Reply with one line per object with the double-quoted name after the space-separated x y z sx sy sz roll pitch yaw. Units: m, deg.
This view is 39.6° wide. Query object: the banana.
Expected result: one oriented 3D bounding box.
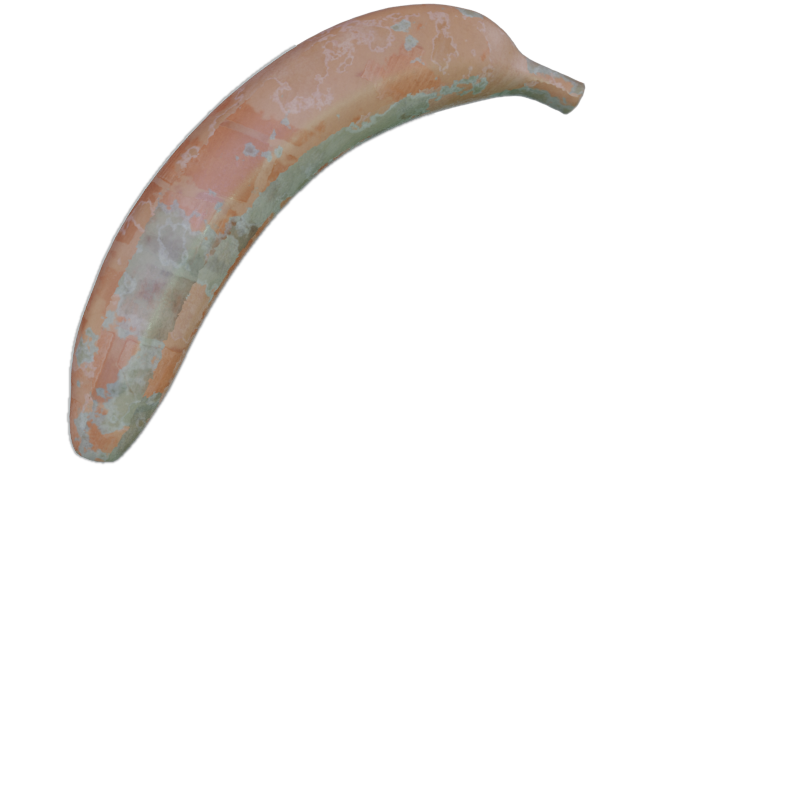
-0.035 -0.066 0.343 0.198 0.071 0.036 -38 -6 -6 "banana"
